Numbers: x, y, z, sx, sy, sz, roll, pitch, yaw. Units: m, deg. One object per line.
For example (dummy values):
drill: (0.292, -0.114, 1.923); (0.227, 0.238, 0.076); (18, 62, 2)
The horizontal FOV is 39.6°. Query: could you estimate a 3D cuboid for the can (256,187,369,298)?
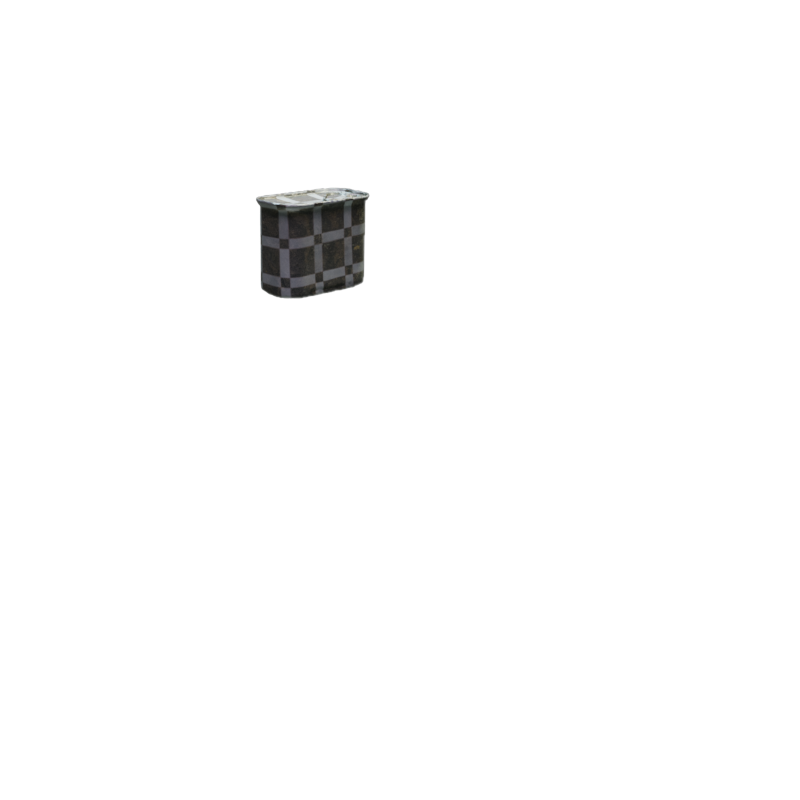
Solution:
can: (-0.077, -0.141, 0.985); (0.100, 0.081, 0.061); (-14, 20, -39)
